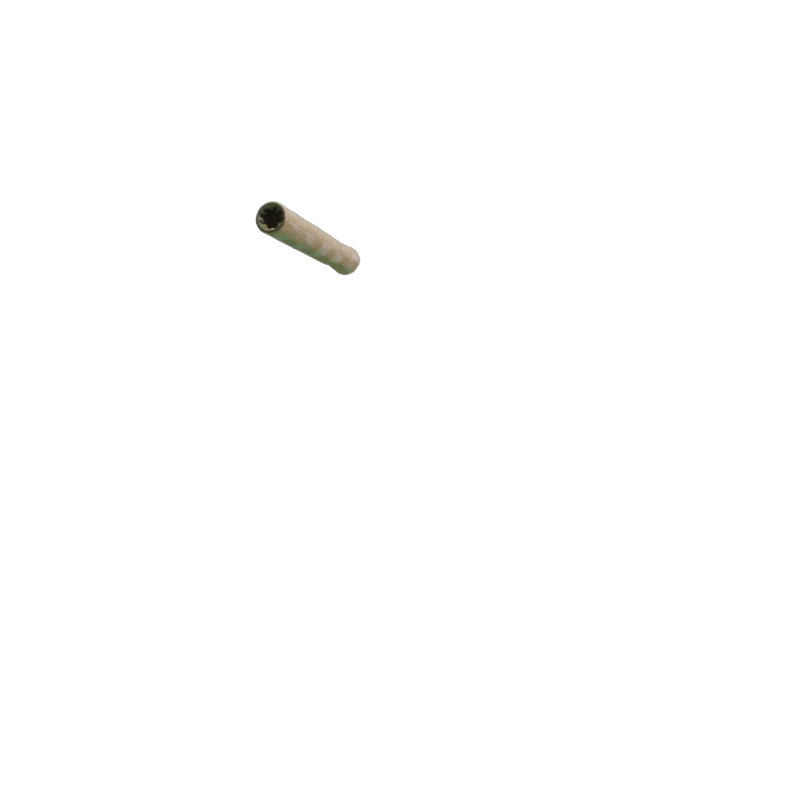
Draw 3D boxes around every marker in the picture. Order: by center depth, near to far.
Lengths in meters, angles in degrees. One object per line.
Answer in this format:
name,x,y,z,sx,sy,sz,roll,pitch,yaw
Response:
marker,-0.052,-0.095,0.662,0.020,0.020,0.115,2,-5,20
